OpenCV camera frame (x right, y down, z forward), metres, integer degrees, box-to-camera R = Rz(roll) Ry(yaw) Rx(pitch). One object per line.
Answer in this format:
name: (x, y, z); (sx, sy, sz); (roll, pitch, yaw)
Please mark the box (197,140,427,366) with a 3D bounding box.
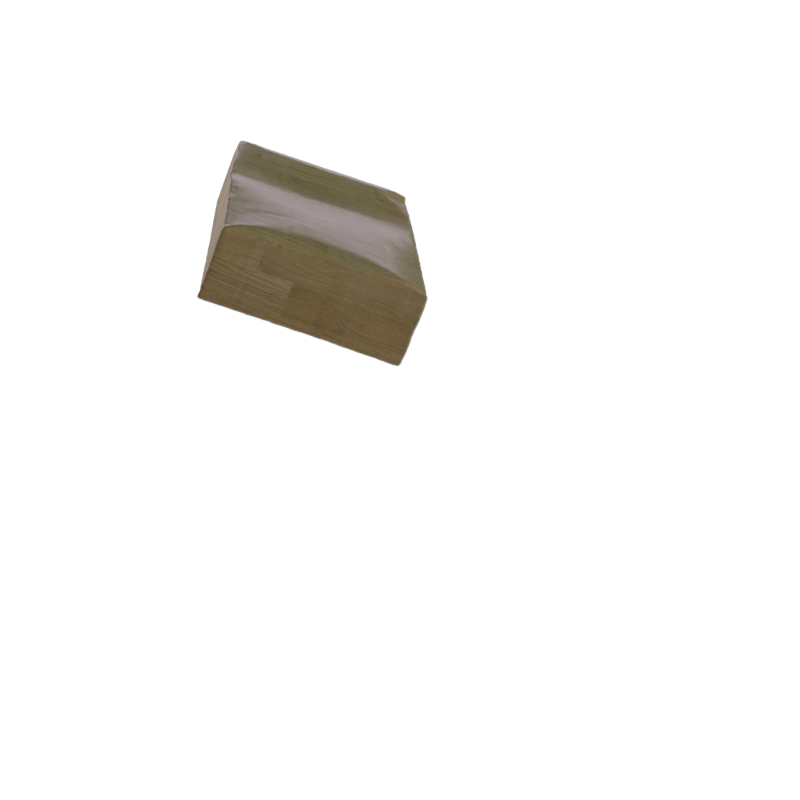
box: (-0.071, -0.130, 0.907); (0.161, 0.069, 0.226); (17, 27, -12)
